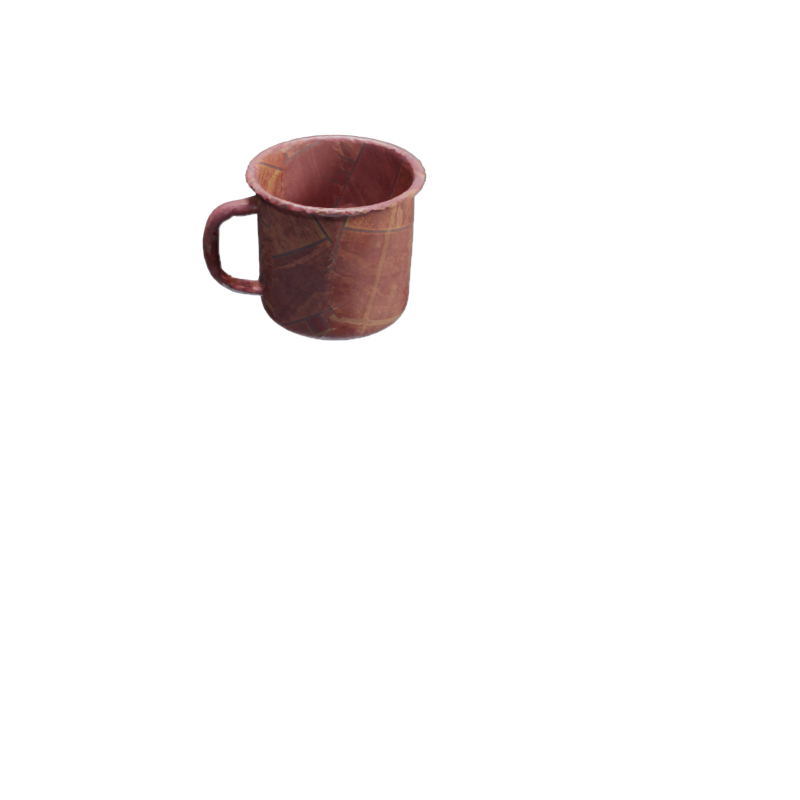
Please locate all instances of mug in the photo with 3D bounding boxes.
[{"bbox_3d":[-0.046,-0.084,0.587,0.115,0.076,0.100,-9,35,-14],"label":"mug"}]
